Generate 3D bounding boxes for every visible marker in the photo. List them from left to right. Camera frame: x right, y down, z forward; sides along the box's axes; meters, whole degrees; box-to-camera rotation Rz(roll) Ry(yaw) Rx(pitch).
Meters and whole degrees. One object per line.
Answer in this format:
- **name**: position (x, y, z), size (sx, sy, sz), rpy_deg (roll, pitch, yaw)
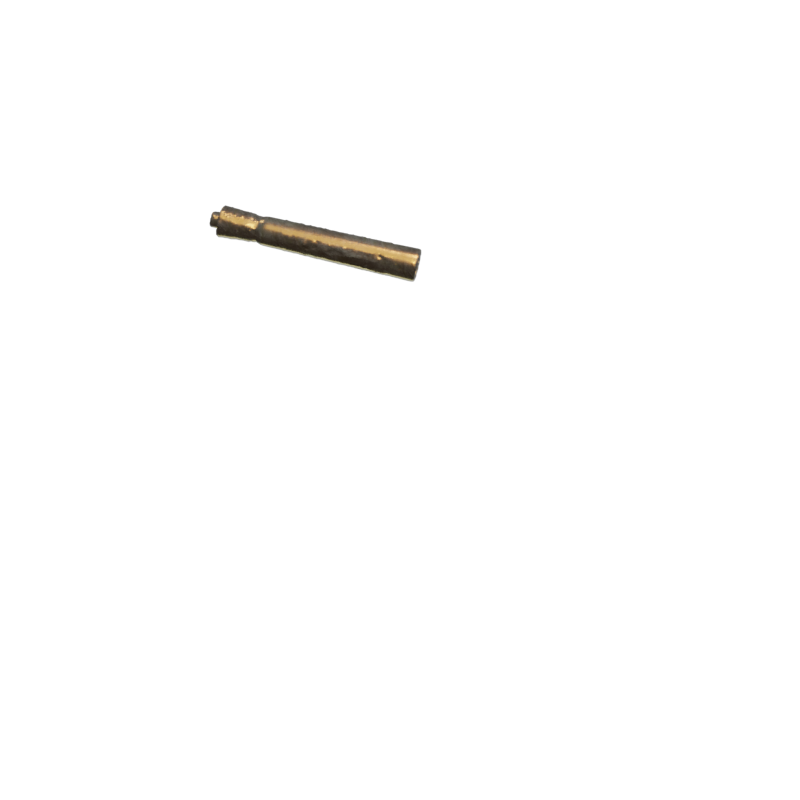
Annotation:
- **marker**: position (-0.049, -0.089, 0.626), size (0.123, 0.020, 0.020), rpy_deg (14, 6, 9)
